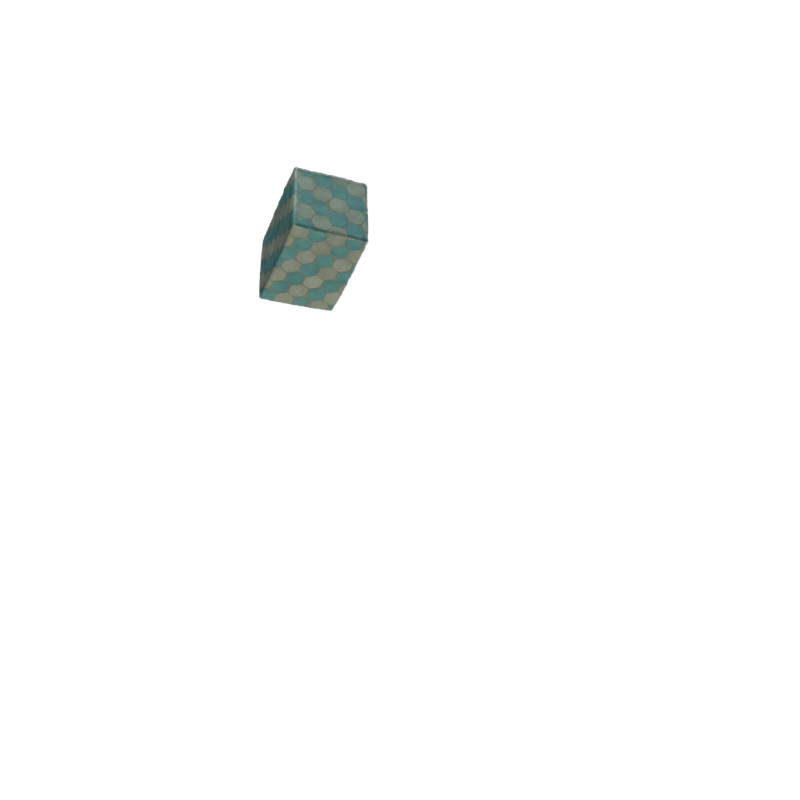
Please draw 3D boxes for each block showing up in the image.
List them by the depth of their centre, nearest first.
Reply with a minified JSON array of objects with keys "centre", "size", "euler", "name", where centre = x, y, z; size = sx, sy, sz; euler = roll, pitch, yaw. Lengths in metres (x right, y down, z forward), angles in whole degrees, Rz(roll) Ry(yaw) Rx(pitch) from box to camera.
[{"centre":[-0.057,-0.105,0.732],"size":[0.051,0.055,0.075],"euler":[12,-40,-17],"name":"block"}]
